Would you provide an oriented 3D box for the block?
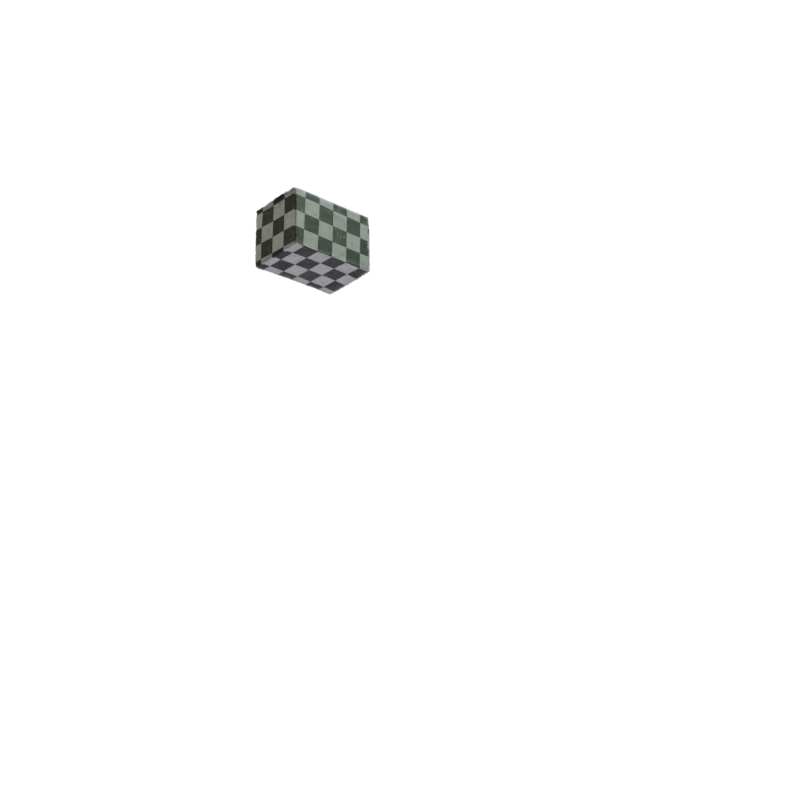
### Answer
[{"bbox_3d":[-0.069,-0.125,0.878,0.073,0.054,0.053,19,-32,-37],"label":"block"}]
